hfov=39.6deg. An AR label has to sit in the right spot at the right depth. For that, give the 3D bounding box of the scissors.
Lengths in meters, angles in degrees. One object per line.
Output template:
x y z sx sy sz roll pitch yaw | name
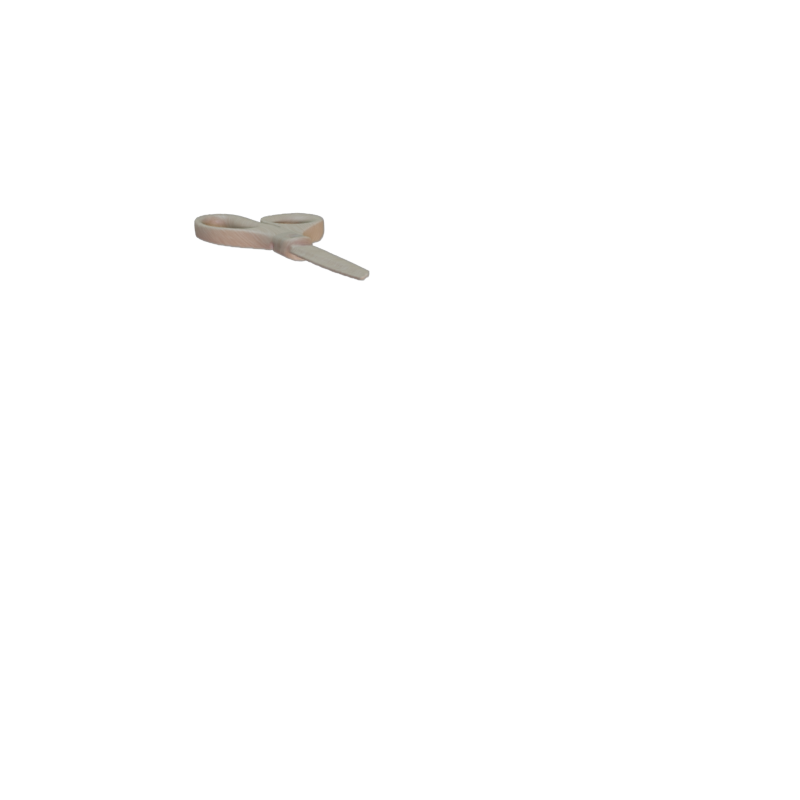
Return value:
-0.055 -0.100 0.703 0.094 0.015 0.213 -15 24 -39 | scissors
